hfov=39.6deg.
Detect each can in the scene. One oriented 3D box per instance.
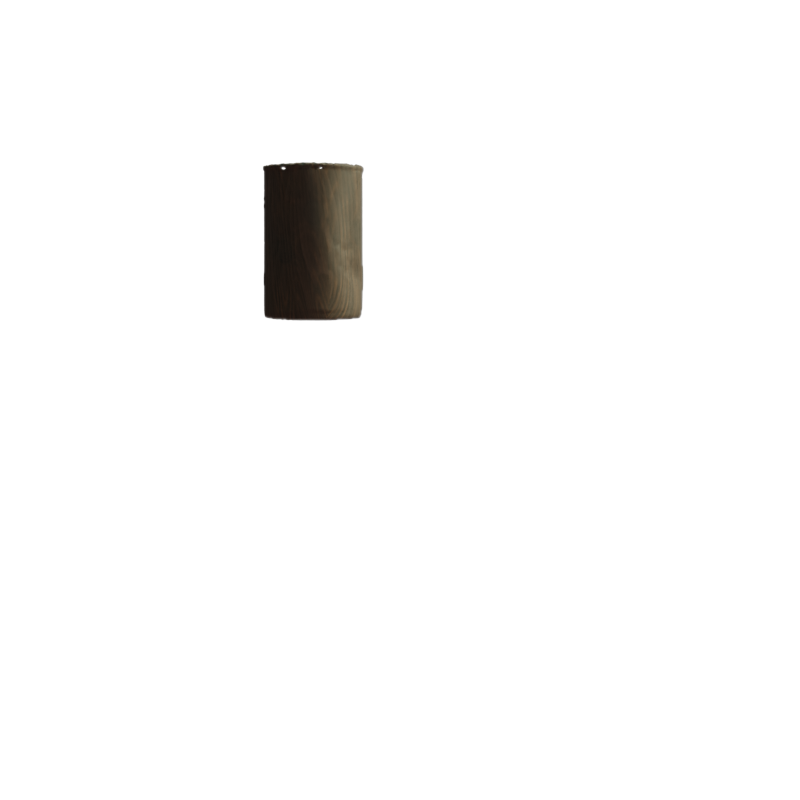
[{"bbox_3d":[-0.058,-0.107,0.747,0.068,0.102,0.069,0,2,-2],"label":"can"}]
